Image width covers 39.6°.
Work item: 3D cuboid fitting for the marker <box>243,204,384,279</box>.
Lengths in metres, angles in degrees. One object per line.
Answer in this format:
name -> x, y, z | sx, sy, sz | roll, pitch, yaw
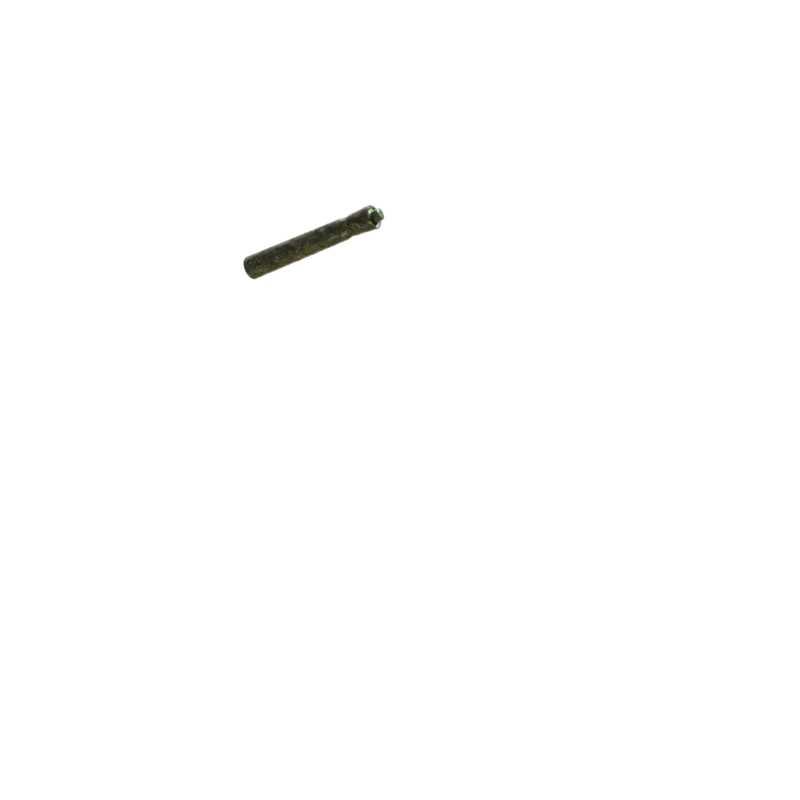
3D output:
marker -> -0.065, -0.119, 0.836 | 0.122, 0.020, 0.019 | -18, -5, 27
